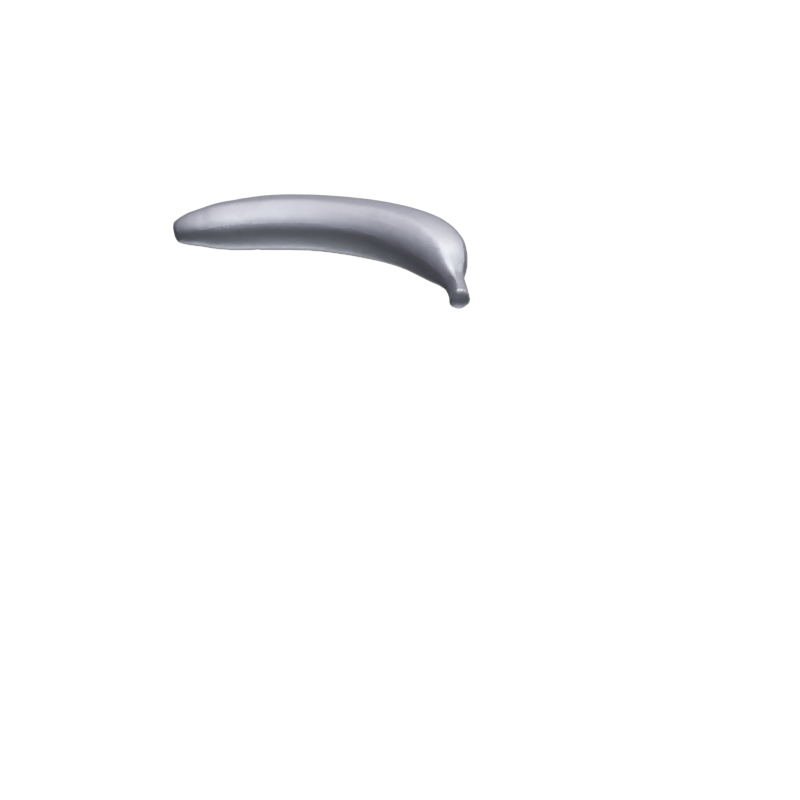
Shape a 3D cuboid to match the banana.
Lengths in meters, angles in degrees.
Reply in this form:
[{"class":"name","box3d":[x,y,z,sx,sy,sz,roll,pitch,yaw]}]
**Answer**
[{"class":"banana","box3d":[-0.040,-0.100,0.666,0.206,0.035,0.070,14,28,25]}]
